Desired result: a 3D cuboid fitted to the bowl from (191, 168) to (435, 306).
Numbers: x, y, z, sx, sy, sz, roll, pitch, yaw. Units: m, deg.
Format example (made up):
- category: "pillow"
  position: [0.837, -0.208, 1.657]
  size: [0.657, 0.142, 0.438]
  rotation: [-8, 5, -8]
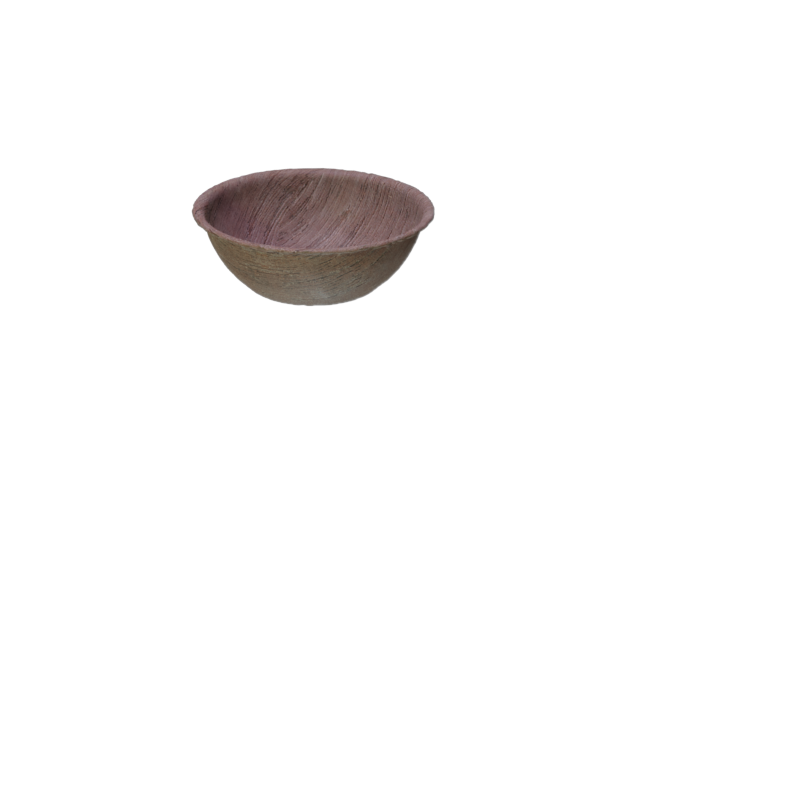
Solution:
- category: "bowl"
  position: [-0.059, -0.107, 0.747]
  size: [0.162, 0.052, 0.171]
  rotation: [-1, 27, -2]
